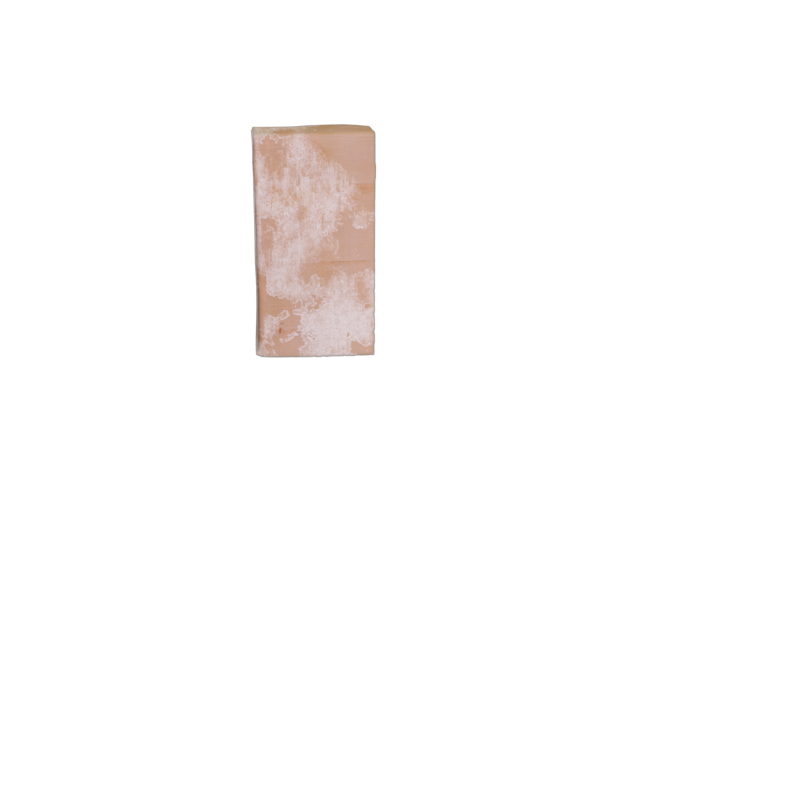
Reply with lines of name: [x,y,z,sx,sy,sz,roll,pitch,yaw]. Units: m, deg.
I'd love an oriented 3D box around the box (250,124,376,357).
box: [-0.066,-0.121,0.848,0.093,0.170,0.050,-1,15,-6]
